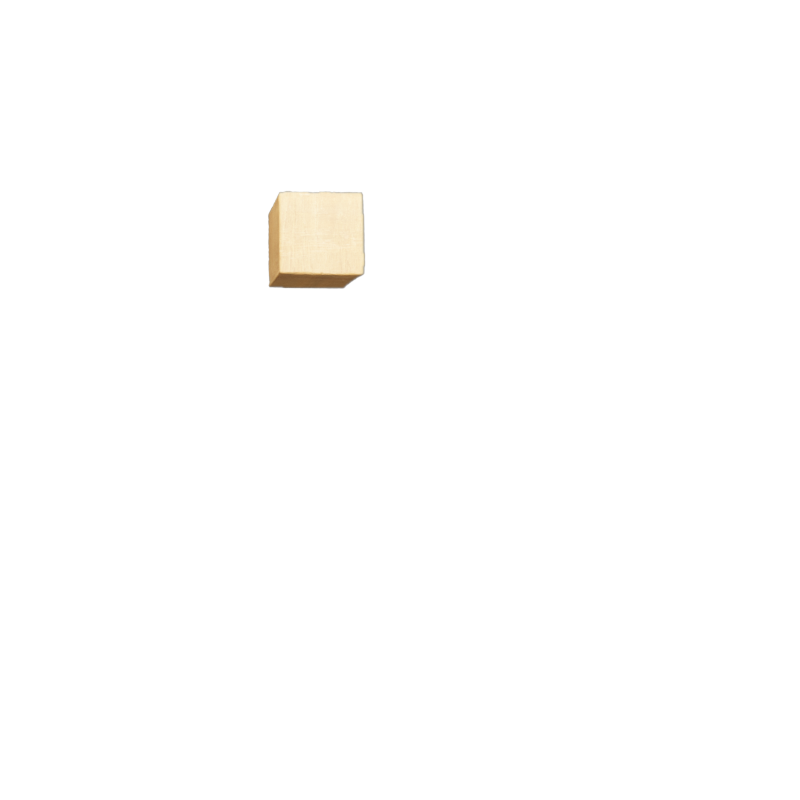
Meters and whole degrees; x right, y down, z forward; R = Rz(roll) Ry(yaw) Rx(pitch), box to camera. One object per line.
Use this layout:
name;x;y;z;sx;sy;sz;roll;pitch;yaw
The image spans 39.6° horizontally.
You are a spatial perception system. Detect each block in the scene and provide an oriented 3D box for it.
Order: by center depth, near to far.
block;-0.055;-0.100;0.698;0.052;0.052;0.078;1;-3;-11
